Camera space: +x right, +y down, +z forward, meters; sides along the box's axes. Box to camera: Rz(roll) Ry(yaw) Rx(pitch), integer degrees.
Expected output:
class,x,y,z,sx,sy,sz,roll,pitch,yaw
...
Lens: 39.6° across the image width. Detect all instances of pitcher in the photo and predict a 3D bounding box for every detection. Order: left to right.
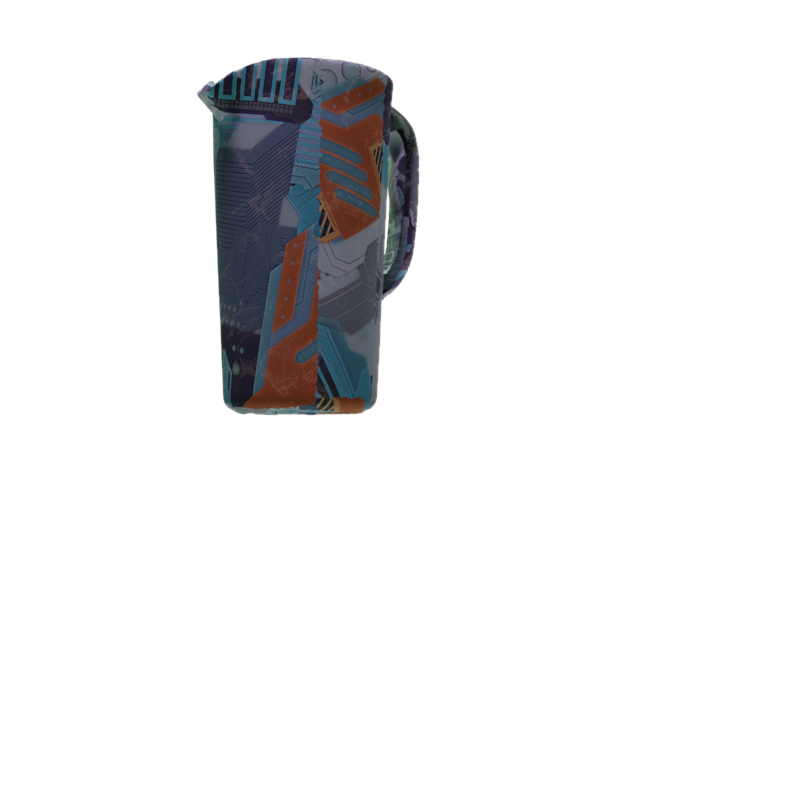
class,x,y,z,sx,sy,sz,roll,pitch,yaw
pitcher,-0.062,-0.113,0.795,0.150,0.247,0.142,-1,-5,5
